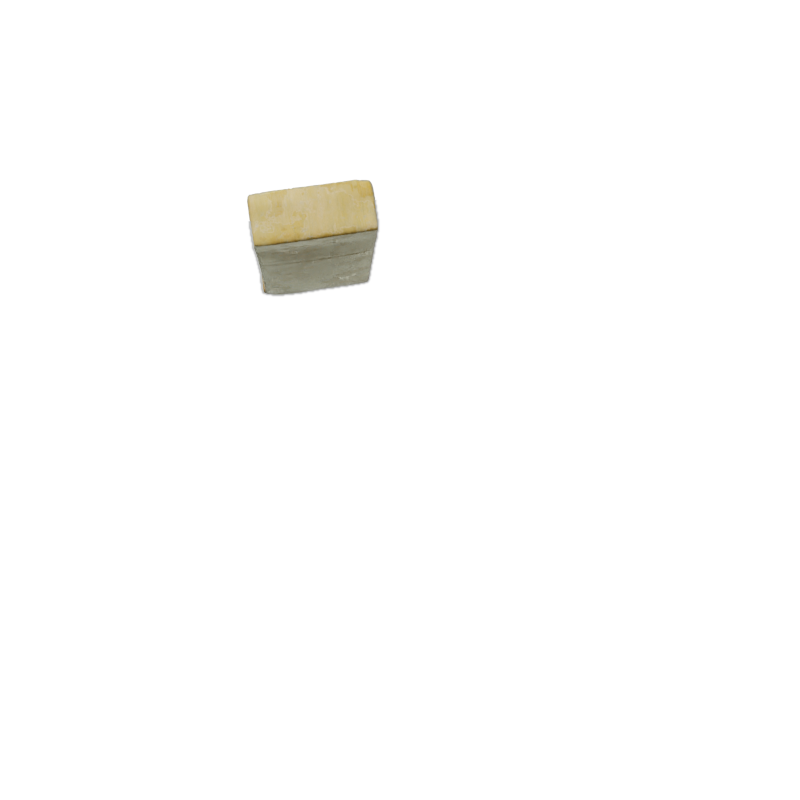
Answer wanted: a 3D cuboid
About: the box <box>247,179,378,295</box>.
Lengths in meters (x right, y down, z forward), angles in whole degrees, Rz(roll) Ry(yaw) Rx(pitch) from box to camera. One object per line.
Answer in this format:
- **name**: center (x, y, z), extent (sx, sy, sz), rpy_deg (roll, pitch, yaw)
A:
- **box**: center (-0.068, -0.125, 0.874), extent (0.093, 0.050, 0.171), rpy_deg (-8, -9, -5)
